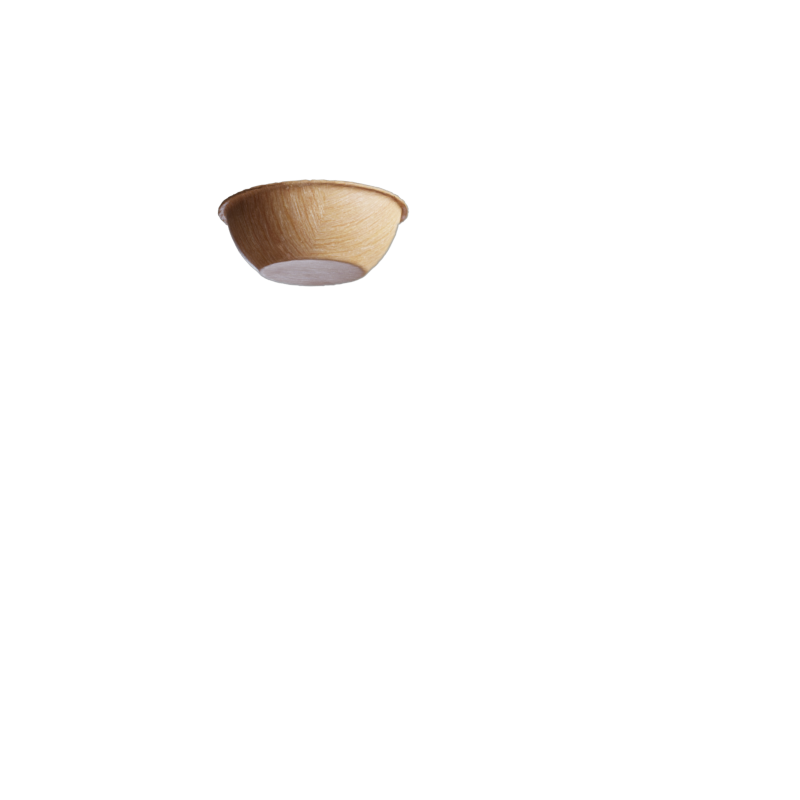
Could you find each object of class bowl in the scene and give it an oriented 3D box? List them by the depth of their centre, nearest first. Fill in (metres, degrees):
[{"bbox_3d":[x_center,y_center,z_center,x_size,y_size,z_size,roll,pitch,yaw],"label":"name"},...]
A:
[{"bbox_3d":[-0.073,-0.133,0.930,0.162,0.057,0.157,0,-10,-2],"label":"bowl"}]
